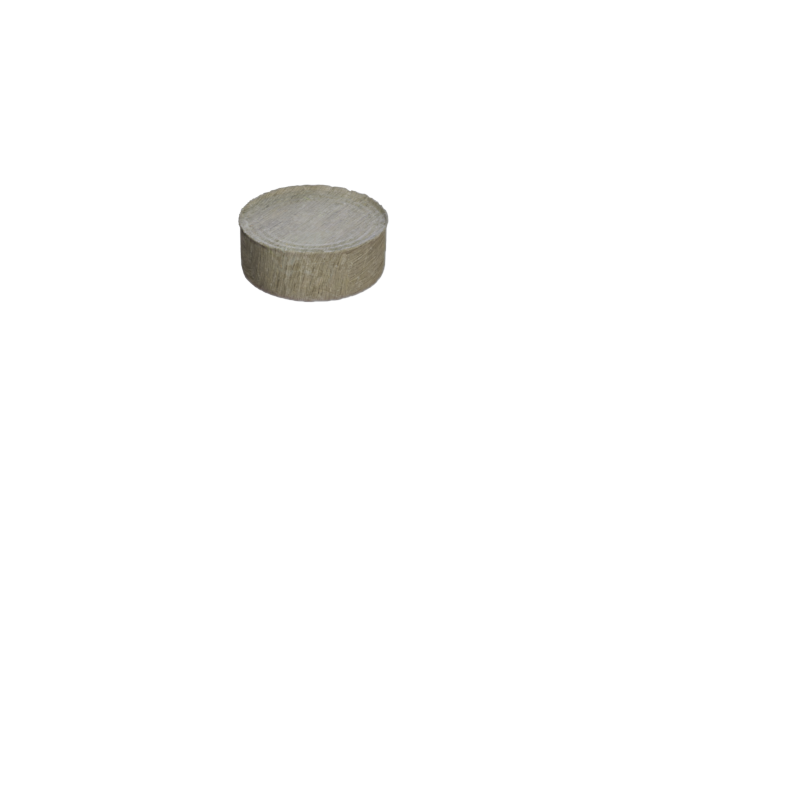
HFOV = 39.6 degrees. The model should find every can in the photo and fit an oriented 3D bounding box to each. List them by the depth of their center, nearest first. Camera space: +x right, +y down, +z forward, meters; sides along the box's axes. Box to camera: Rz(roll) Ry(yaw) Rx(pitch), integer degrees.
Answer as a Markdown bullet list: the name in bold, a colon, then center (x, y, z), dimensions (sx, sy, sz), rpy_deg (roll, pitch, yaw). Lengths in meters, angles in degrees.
- **can**: center (-0.050, -0.091, 0.640), dimensions (0.086, 0.031, 0.092), rpy_deg (-1, 34, -2)
